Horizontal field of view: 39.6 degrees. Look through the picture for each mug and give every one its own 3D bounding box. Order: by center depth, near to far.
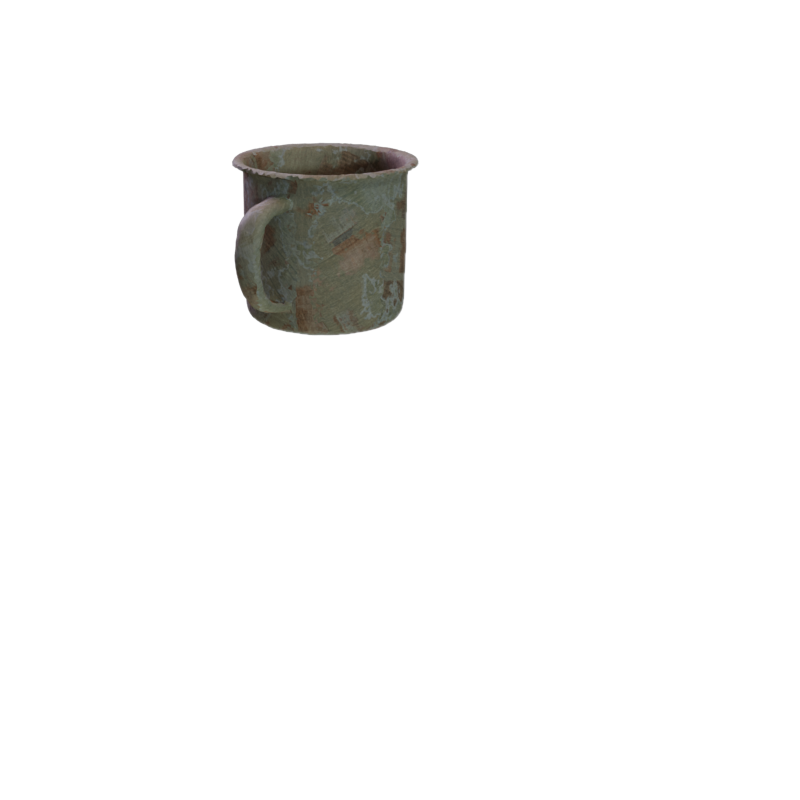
[{"bbox_3d":[-0.043,-0.079,0.553,0.097,0.078,0.117,10,22,25],"label":"mug"}]
